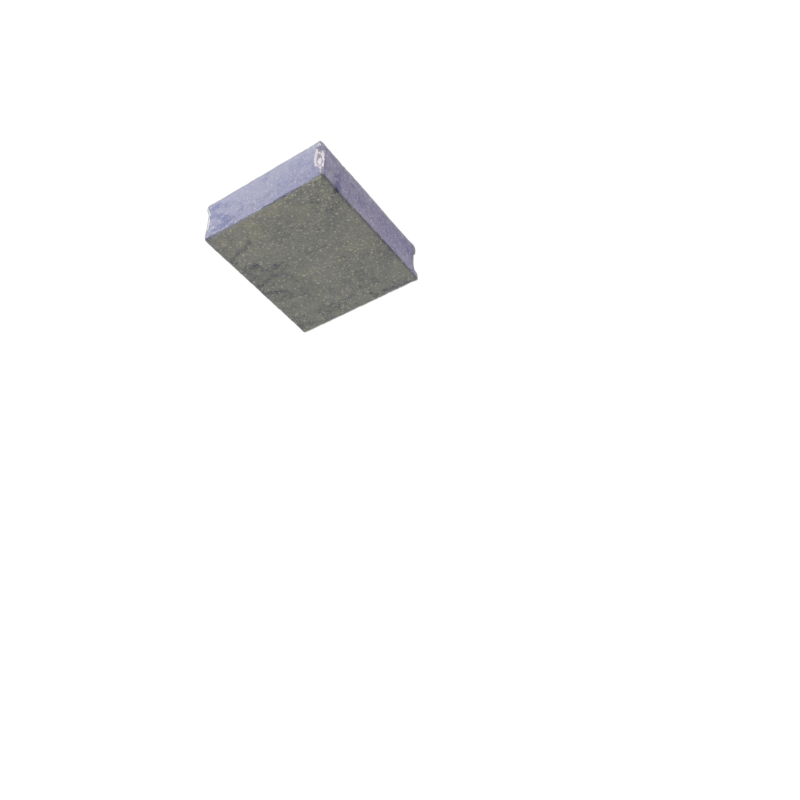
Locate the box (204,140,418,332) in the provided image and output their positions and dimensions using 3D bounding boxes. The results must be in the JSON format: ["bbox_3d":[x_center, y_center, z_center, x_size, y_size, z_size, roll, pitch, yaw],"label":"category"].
[{"bbox_3d":[-0.045,-0.081,0.571,0.073,0.032,0.083,-26,-49,24],"label":"box"}]
